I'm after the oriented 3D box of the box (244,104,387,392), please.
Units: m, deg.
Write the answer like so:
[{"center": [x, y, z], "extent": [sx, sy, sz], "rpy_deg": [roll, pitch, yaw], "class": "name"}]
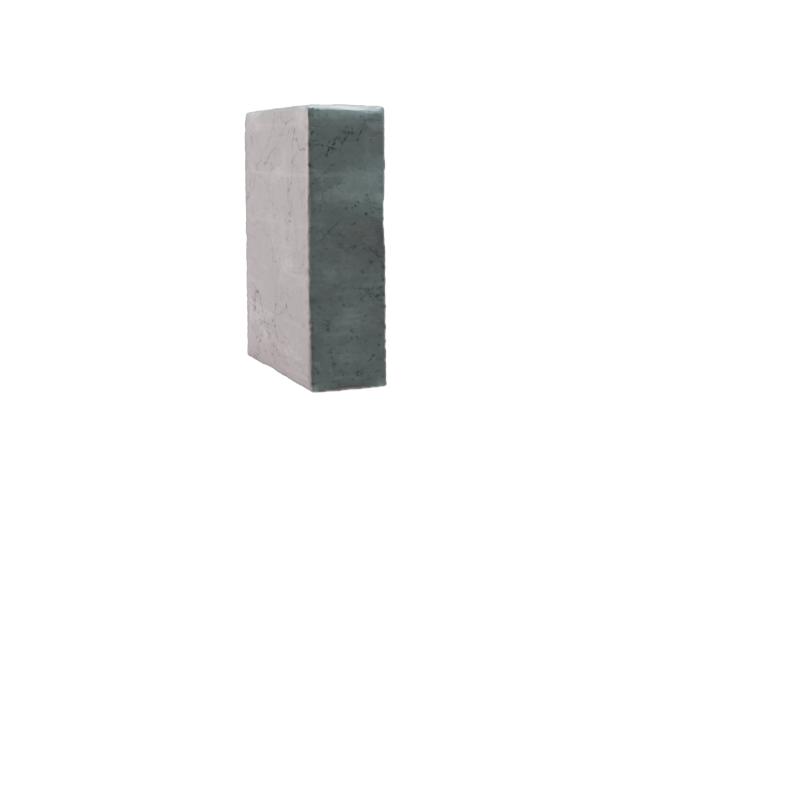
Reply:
[{"center": [-0.070, -0.128, 0.895], "extent": [0.070, 0.211, 0.171], "rpy_deg": [-2, 8, -23], "class": "box"}]
